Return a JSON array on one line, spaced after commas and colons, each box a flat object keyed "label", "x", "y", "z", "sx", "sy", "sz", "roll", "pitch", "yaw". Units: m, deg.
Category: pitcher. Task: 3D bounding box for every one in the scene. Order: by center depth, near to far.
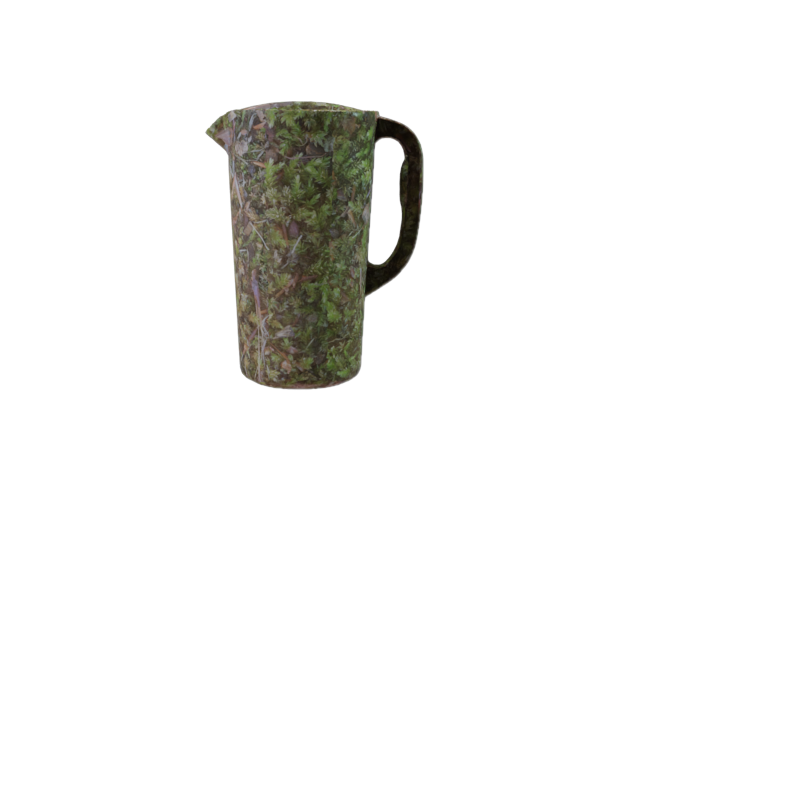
[{"label": "pitcher", "x": -0.076, "y": -0.138, "z": 0.968, "sx": 0.141, "sy": 0.238, "sz": 0.157, "roll": -9, "pitch": 13, "yaw": -44}]
